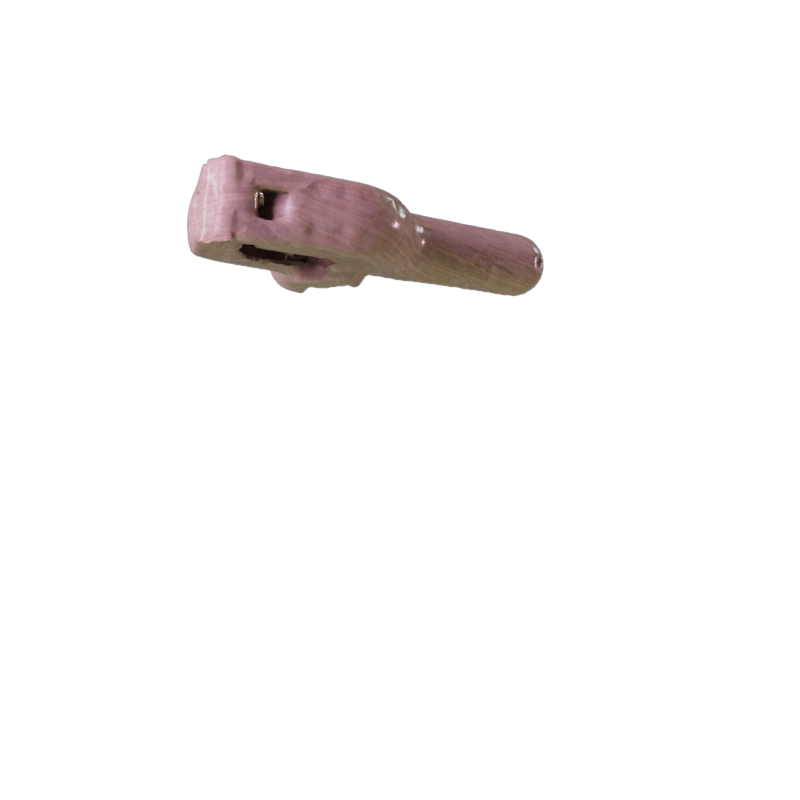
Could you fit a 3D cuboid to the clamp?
[{"bbox_3d":[-0.033,-0.060,0.418,0.123,0.040,0.163,-4,-7,33],"label":"clamp"}]
